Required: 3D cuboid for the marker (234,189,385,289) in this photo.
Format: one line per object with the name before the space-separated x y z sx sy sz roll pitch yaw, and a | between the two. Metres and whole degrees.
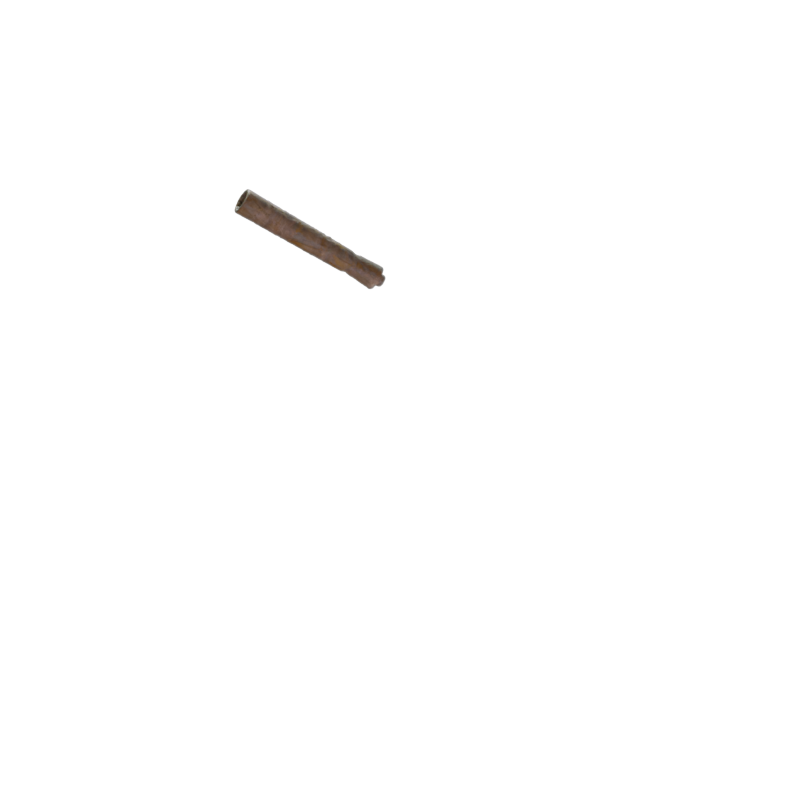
marker | -0.061 -0.112 0.785 0.116 0.020 0.020 28 -7 -19
